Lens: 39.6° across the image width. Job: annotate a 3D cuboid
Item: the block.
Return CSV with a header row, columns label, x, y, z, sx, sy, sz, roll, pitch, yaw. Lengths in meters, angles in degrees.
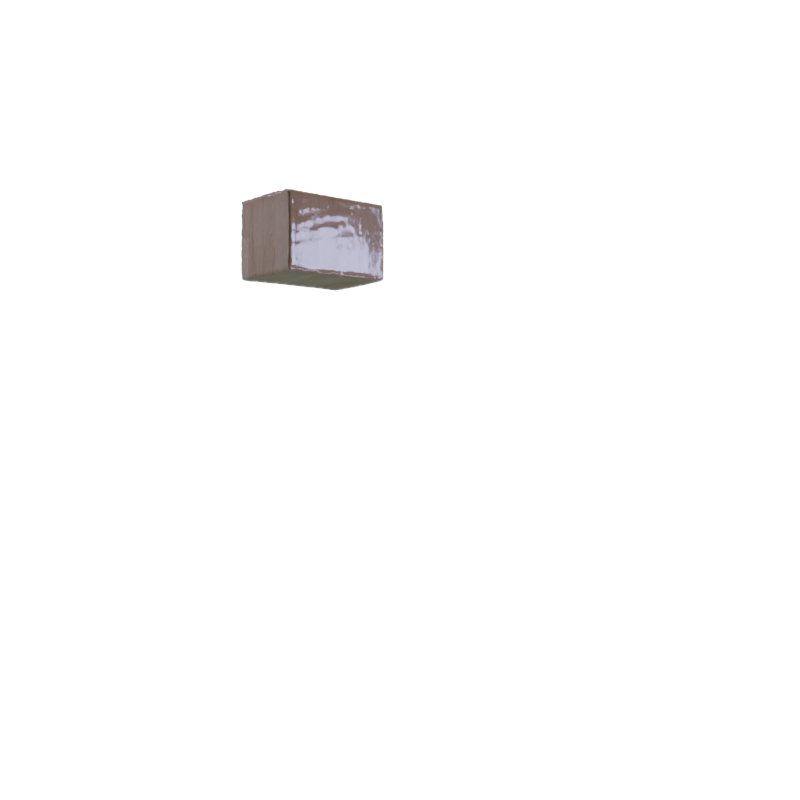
label,x,y,z,sx,sy,sz,roll,pitch,yaw
block,-0.055,-0.101,0.708,0.074,0.052,0.054,4,-8,-40
